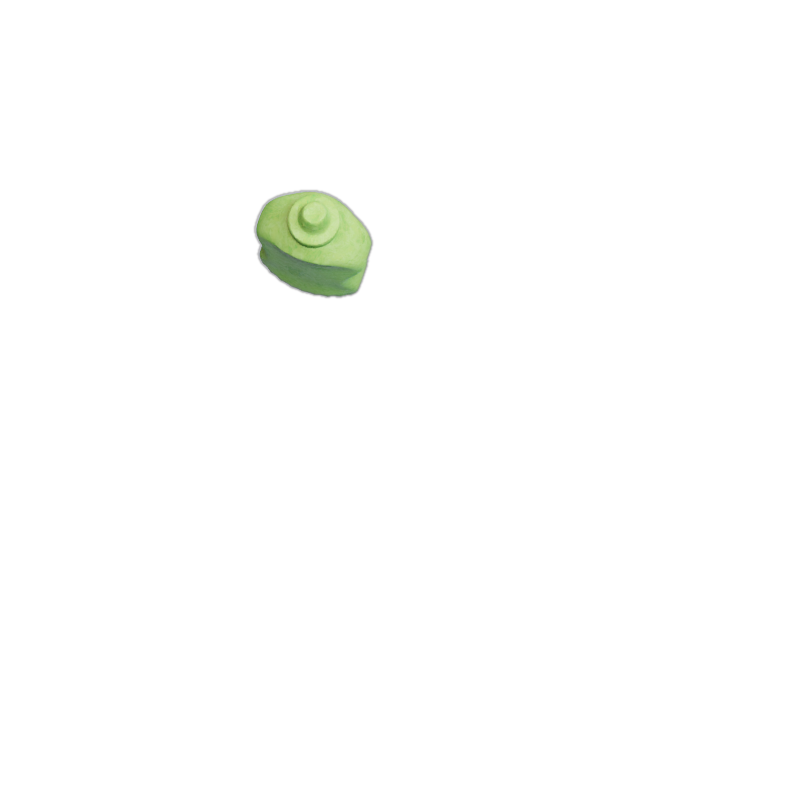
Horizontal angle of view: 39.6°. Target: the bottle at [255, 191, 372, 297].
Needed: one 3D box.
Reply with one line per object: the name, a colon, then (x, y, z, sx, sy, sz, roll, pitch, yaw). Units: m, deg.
bottle: (-0.072, -0.133, 0.926, 0.096, 0.059, 0.188, 22, -6, -1)
